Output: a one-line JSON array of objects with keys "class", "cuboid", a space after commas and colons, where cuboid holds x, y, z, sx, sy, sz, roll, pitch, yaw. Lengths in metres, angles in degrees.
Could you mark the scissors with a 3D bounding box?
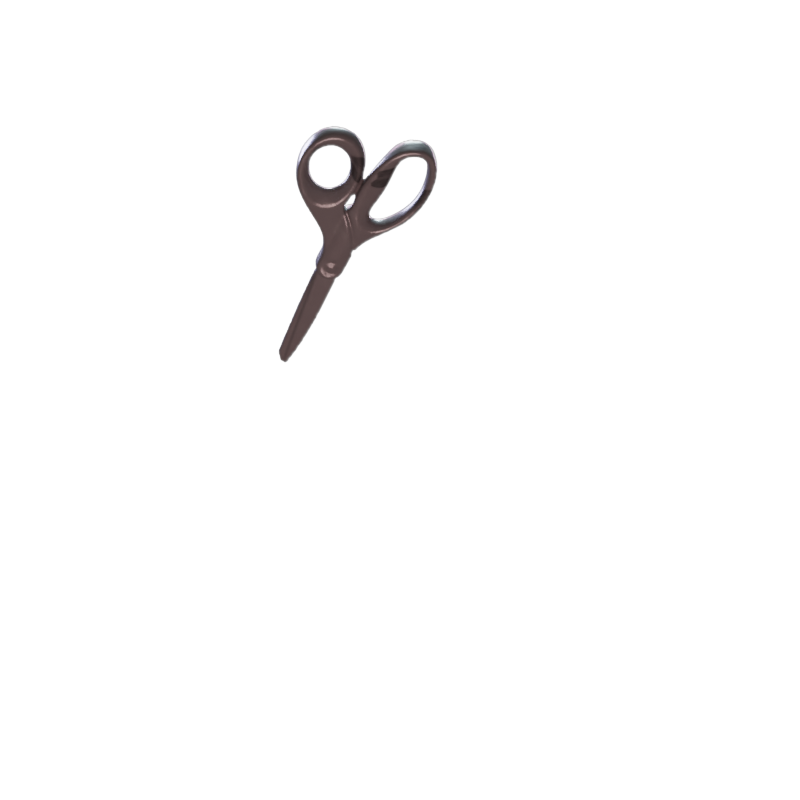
[{"class": "scissors", "cuboid": [-0.057, -0.104, 0.731, 0.091, 0.017, 0.198, 31, -56, -24]}]
